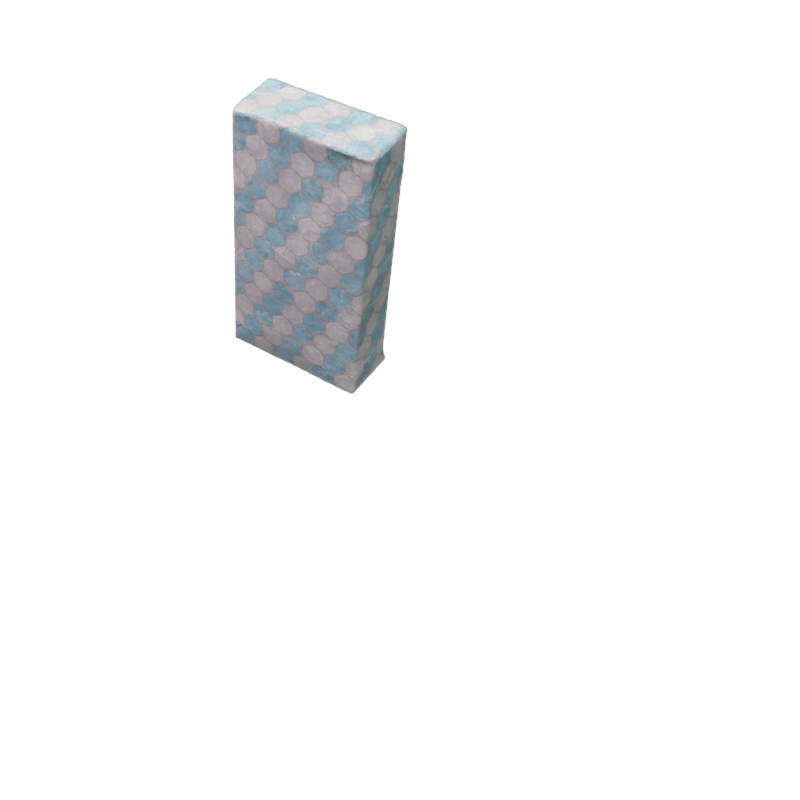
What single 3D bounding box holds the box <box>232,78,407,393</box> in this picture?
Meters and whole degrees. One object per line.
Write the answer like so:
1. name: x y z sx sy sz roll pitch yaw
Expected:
1. box: -0.051 -0.093 0.653 0.098 0.164 0.049 25 48 21
